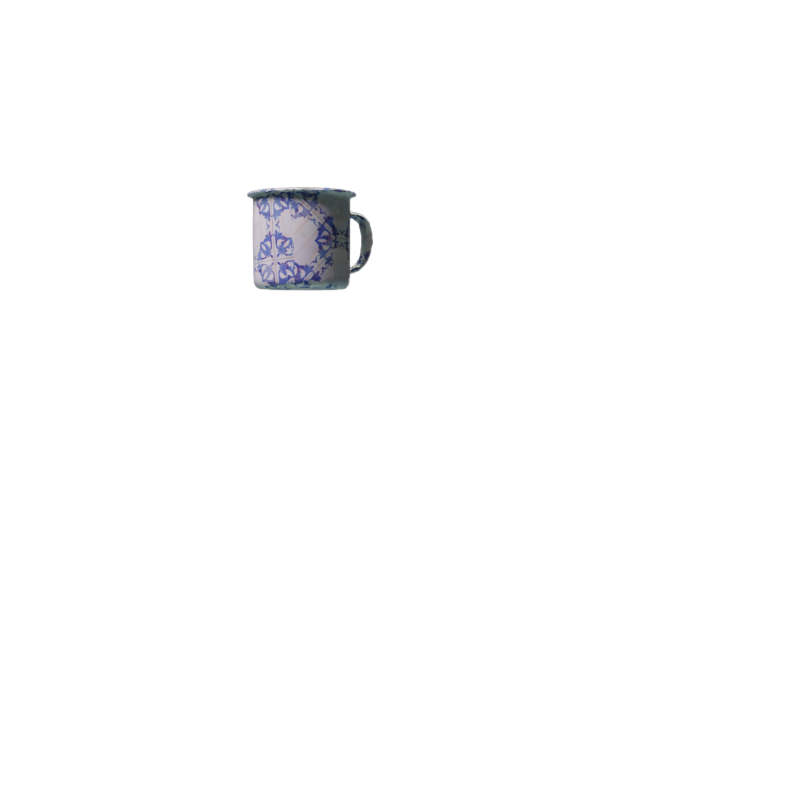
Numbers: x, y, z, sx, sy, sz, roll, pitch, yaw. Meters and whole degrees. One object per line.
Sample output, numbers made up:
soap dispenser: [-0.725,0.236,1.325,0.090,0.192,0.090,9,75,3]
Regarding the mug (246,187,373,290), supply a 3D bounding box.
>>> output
mug: [-0.074,-0.135,0.942,0.113,0.082,0.096,-1,1,-37]
